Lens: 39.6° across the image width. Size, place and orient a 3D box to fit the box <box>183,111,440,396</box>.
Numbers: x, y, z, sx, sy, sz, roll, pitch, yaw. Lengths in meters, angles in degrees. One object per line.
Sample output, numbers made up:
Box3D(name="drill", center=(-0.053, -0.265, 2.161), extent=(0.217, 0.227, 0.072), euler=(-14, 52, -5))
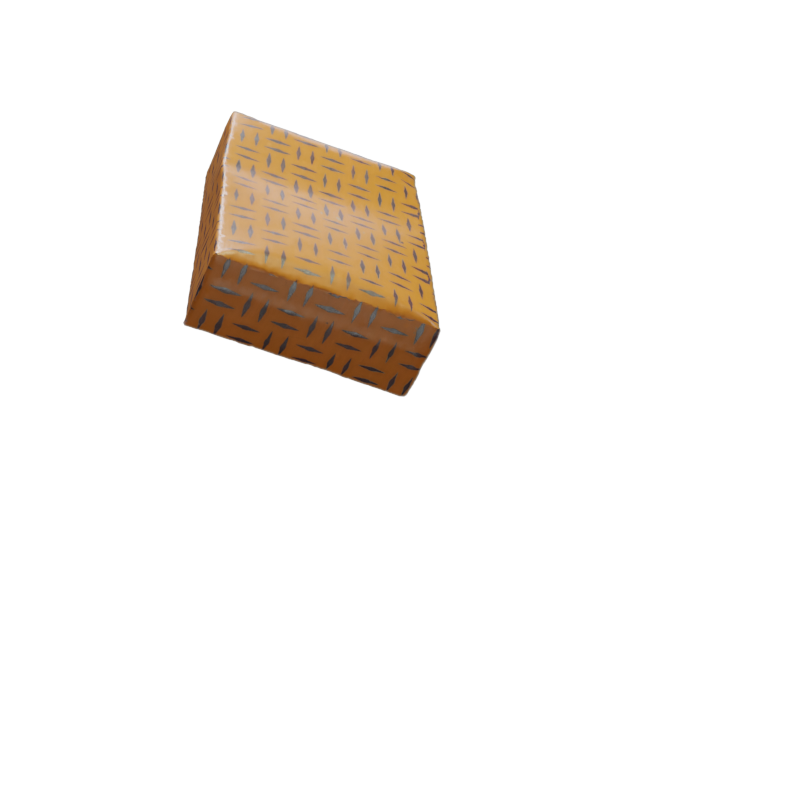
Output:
Box3D(name="box", center=(-0.064, -0.116, 0.814), extent=(0.160, 0.069, 0.229), euler=(17, 35, -15))
